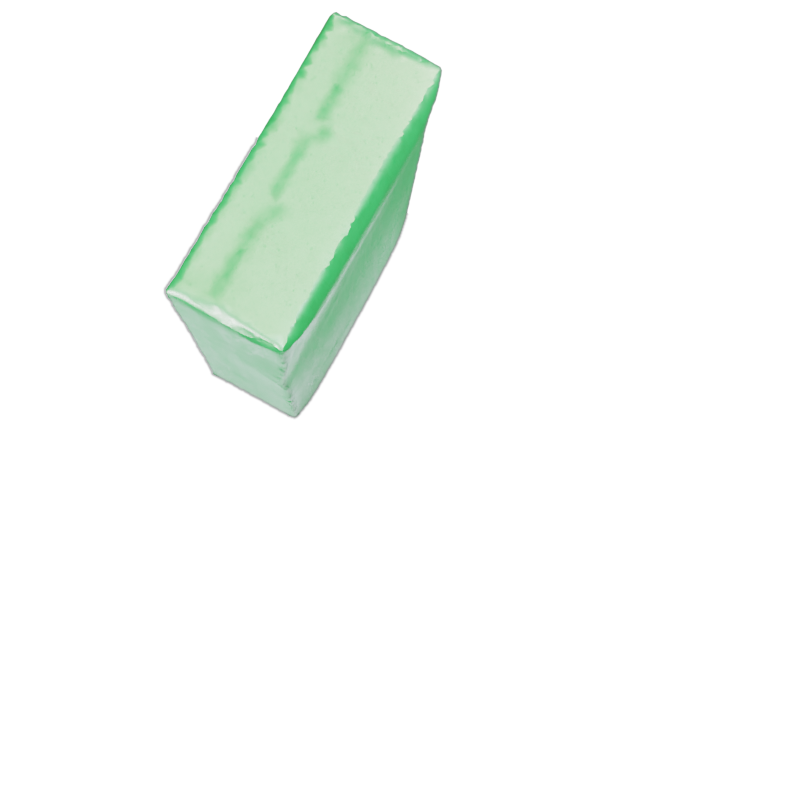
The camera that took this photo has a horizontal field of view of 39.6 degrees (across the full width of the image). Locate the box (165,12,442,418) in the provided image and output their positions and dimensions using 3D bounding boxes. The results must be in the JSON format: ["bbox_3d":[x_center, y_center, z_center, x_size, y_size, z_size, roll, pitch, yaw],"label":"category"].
[{"bbox_3d":[-0.048,-0.088,0.618,0.073,0.167,0.208,27,-12,1],"label":"box"}]
